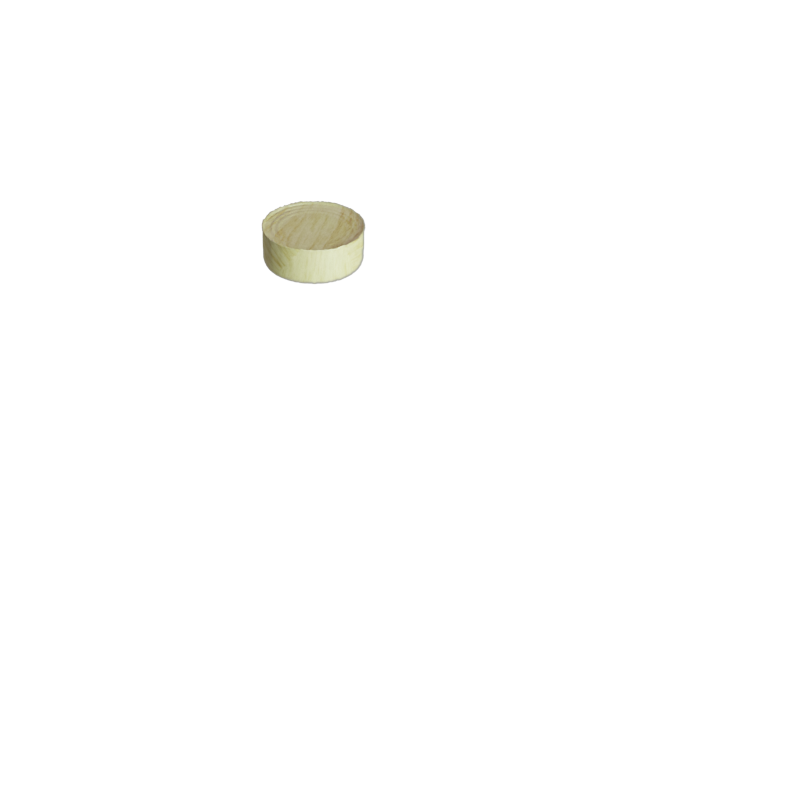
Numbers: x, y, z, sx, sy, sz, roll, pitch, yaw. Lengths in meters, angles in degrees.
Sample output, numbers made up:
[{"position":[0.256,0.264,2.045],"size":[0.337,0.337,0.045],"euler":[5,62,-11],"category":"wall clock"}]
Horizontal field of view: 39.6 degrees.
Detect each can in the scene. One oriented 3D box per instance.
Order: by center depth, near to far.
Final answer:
[{"position":[-0.072,-0.132,0.923],"size":[0.086,0.031,0.092],"euler":[-1,35,-2],"category":"can"}]
